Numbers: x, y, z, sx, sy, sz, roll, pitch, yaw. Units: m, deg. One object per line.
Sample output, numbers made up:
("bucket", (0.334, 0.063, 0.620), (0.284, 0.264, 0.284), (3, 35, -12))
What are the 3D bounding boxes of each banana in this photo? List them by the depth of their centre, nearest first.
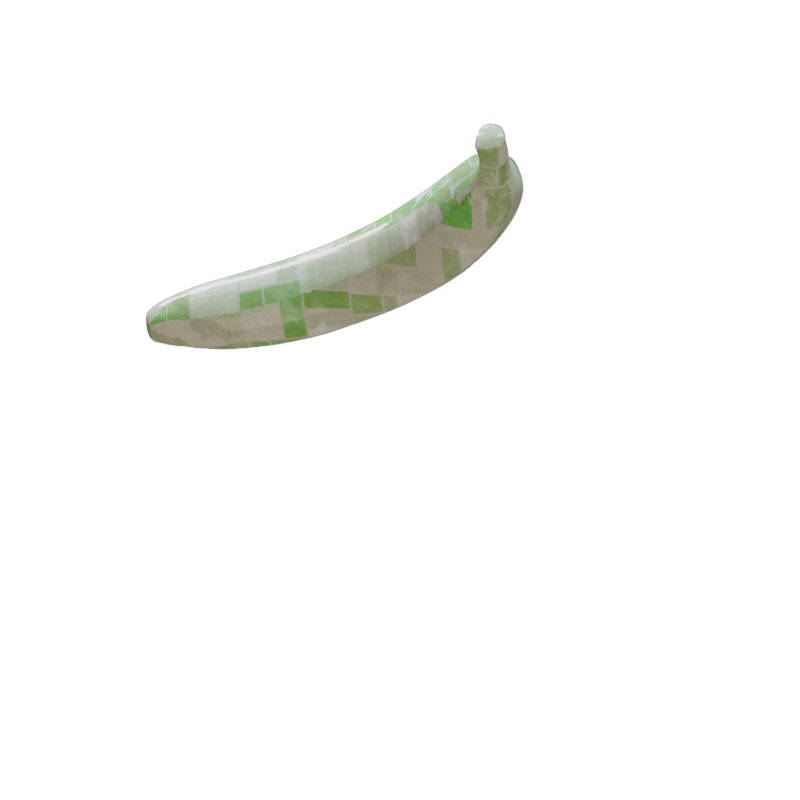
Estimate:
("banana", (-0.021, -0.060, 0.468), (0.198, 0.039, 0.065), (-24, -39, 33))
